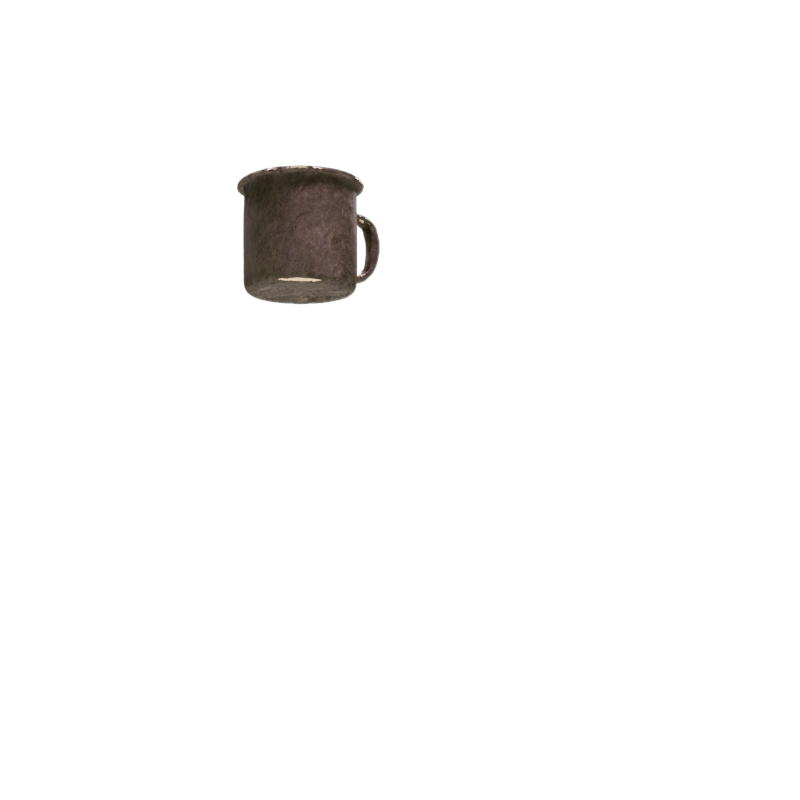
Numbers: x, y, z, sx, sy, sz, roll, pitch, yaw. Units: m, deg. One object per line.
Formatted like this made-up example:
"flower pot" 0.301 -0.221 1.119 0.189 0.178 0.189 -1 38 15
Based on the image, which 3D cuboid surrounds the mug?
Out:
"mug" -0.063 -0.116 0.811 0.111 0.084 0.095 8 -14 -40
